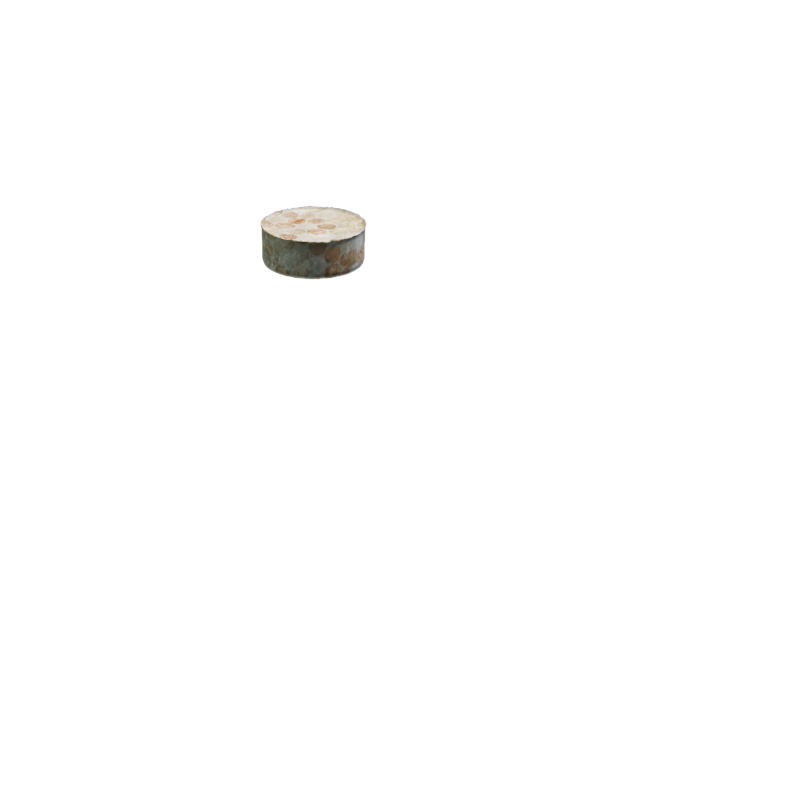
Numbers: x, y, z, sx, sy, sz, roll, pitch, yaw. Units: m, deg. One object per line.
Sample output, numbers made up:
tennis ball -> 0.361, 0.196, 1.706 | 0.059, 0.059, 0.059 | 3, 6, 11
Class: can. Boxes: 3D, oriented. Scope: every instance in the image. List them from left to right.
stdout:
can -> -0.071, -0.129, 0.905 | 0.086, 0.032, 0.091 | -1, 27, -2
